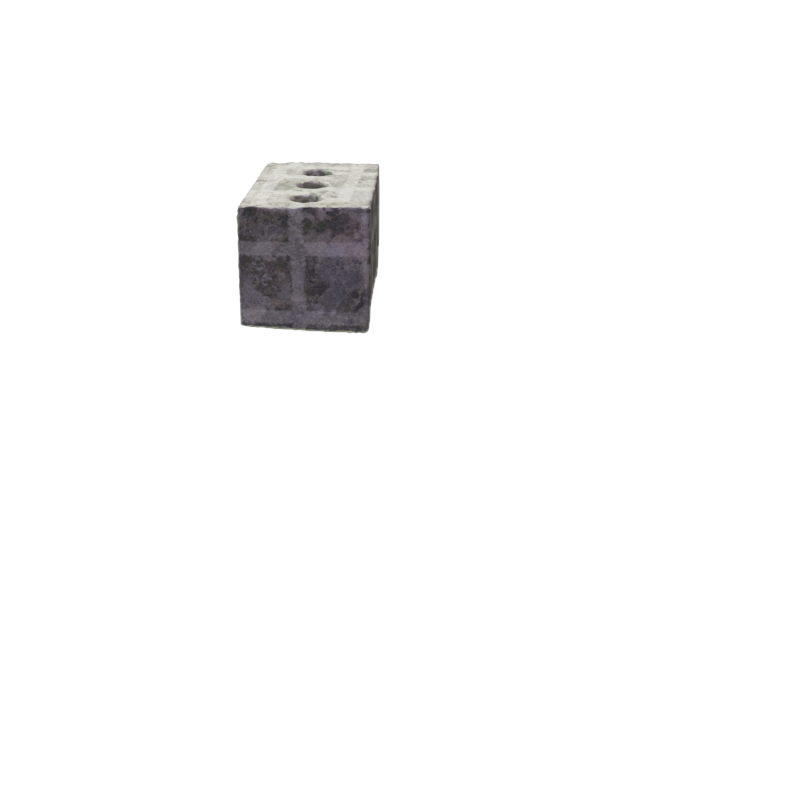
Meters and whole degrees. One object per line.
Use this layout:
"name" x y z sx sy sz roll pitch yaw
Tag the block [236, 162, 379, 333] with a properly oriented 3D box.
"block" -0.036 -0.066 0.465 0.053 0.049 0.081 2 22 2
